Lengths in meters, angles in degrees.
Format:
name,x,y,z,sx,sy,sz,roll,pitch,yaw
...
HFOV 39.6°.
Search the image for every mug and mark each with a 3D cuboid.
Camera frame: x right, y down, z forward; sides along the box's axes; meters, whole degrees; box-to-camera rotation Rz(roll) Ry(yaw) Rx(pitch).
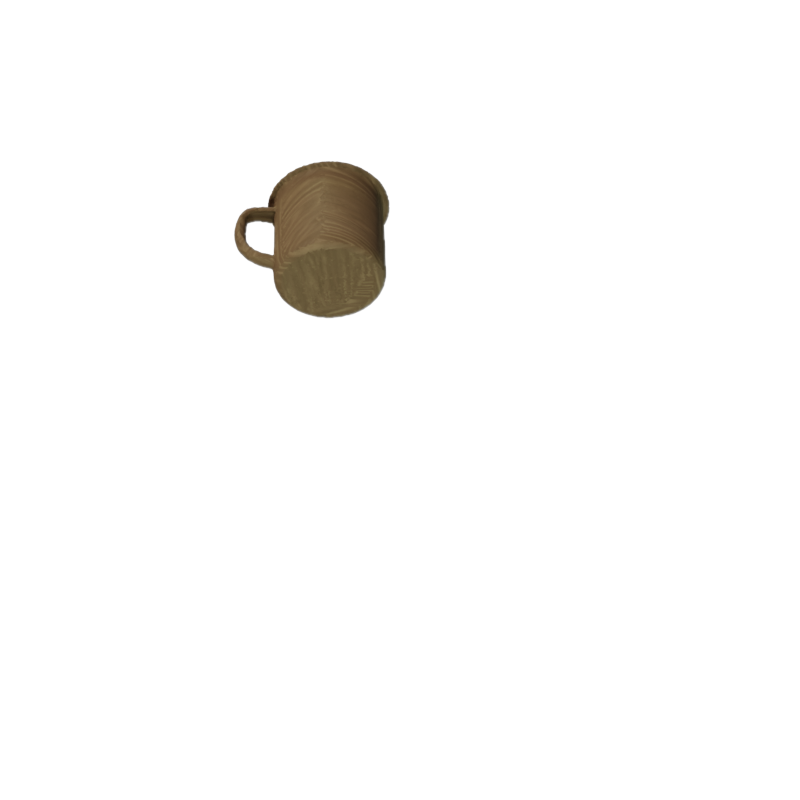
name,x,y,z,sx,sy,sz,roll,pitch,yaw
mug,-0.064,-0.117,0.819,0.115,0.087,0.088,7,-43,-10
